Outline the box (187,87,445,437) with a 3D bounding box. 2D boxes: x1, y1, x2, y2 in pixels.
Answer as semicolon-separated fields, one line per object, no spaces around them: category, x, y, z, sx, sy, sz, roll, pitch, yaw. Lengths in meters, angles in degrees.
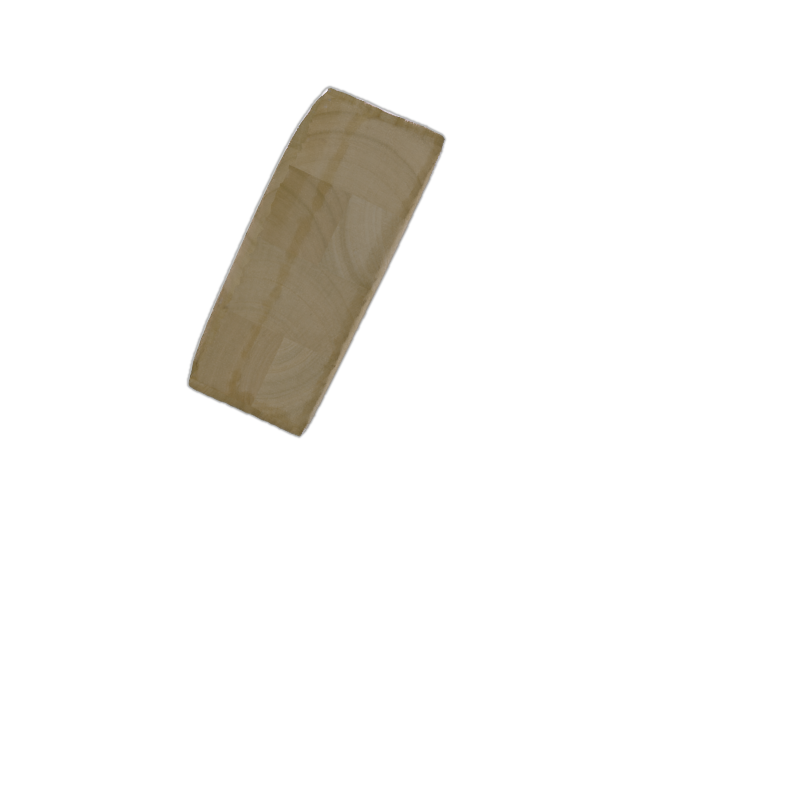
box;-0.050;-0.090;0.633;0.071;0.162;0.219;25;9;-9
